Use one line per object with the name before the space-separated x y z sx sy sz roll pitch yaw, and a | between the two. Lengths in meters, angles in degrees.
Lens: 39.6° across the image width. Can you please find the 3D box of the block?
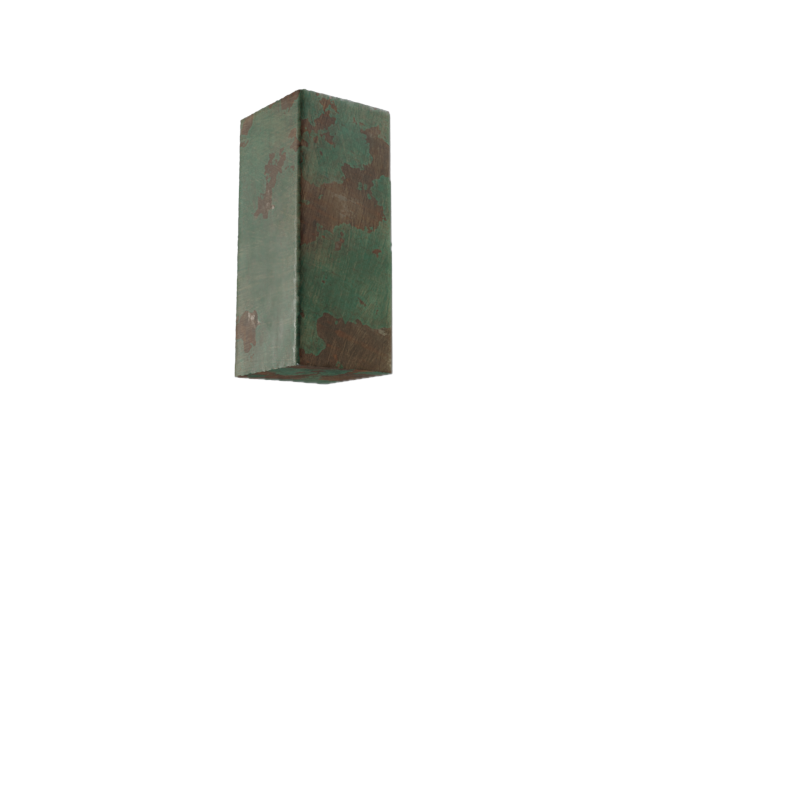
block | -0.066 -0.122 0.854 0.086 0.213 0.092 9 -15 -37
